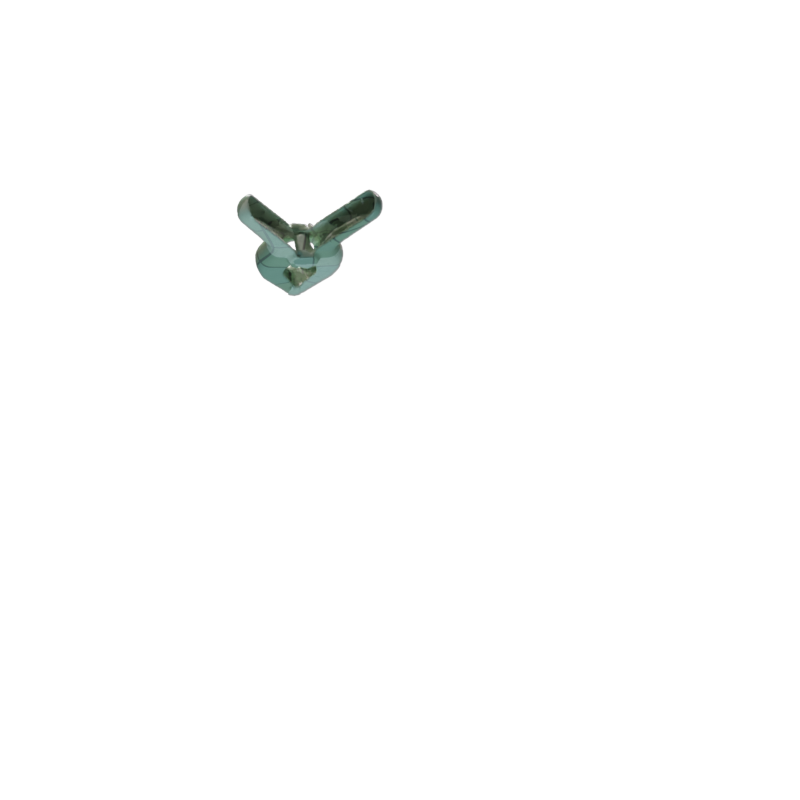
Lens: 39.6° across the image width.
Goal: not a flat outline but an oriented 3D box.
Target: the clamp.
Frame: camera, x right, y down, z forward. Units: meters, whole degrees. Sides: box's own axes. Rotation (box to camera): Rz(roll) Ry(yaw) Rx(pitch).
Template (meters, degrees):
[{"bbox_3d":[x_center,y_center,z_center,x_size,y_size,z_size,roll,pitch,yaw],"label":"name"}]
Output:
[{"bbox_3d":[-0.076,-0.139,0.976,0.120,0.041,0.164,0,-16,-1],"label":"clamp"}]
